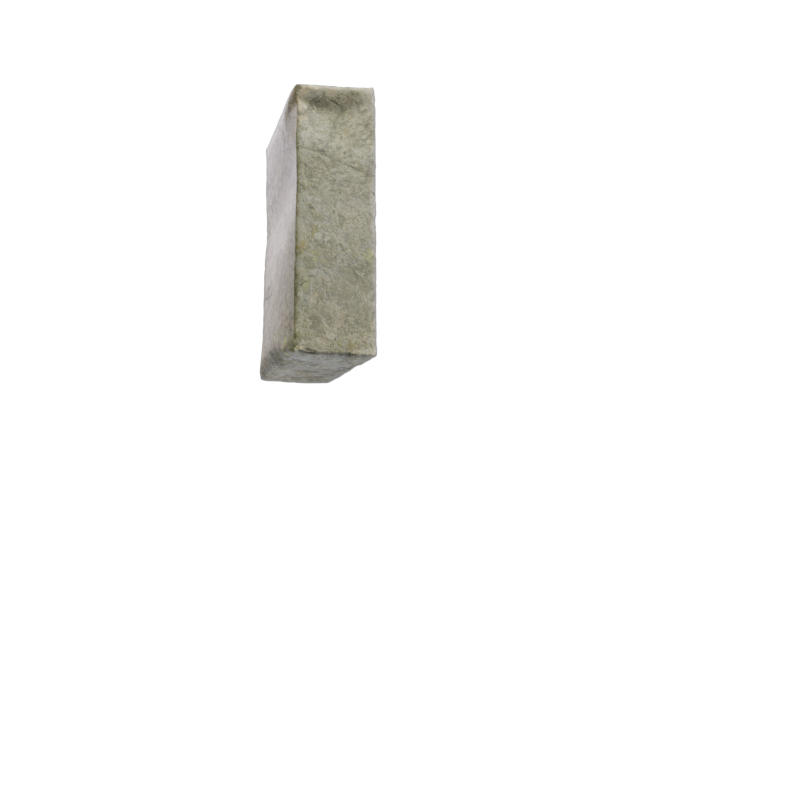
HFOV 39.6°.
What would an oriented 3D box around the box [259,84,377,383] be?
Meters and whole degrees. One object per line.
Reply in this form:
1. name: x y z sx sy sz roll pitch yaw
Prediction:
1. box: -0.071 -0.129 0.905 0.070 0.220 0.162 2 -11 -15
